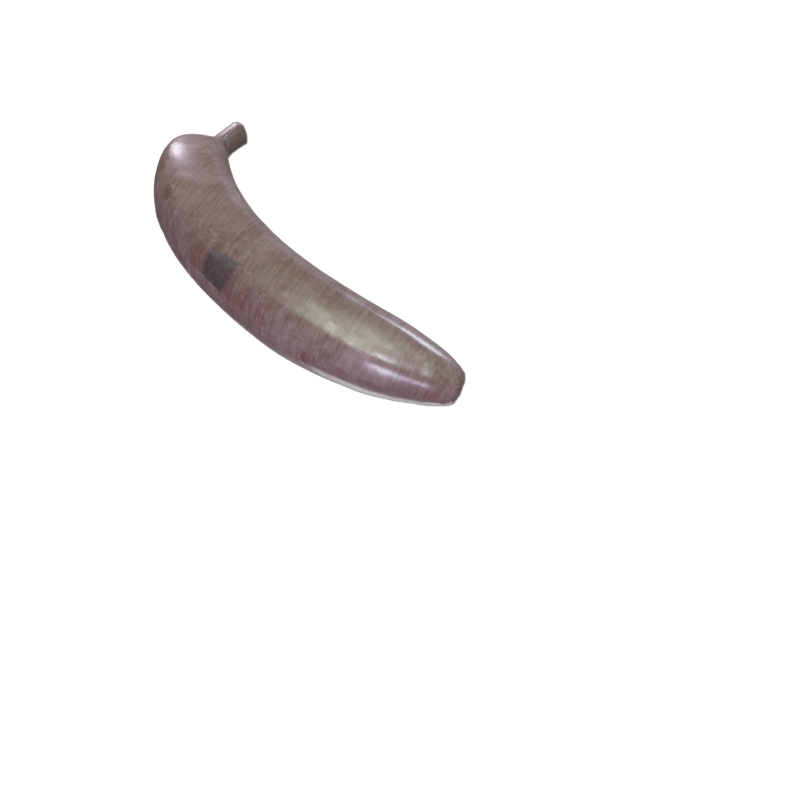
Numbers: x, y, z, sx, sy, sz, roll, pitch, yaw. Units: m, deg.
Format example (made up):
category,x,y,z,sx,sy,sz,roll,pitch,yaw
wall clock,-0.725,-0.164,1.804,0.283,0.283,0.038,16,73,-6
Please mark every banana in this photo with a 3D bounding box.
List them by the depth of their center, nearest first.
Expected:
category,x,y,z,sx,sy,sz,roll,pitch,yaw
banana,-0.054,-0.061,0.455,0.069,0.034,0.214,-22,50,-20
